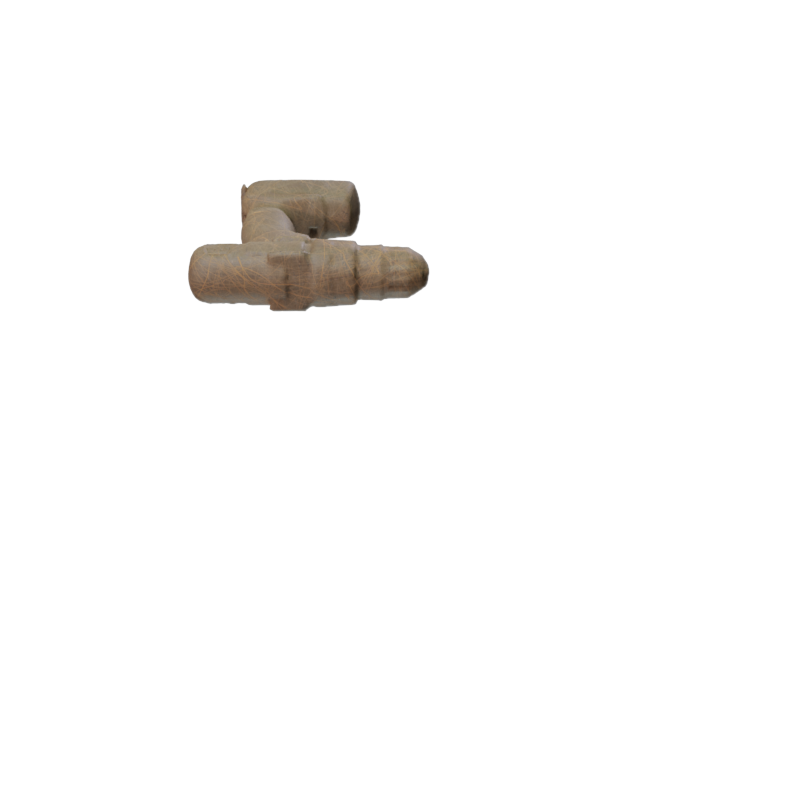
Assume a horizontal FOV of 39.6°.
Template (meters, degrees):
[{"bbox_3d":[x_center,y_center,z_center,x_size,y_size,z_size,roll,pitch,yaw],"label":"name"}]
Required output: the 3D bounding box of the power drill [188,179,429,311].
[{"bbox_3d":[-0.072,-0.131,0.915,0.185,0.055,0.197,1,25,1],"label":"power drill"}]
